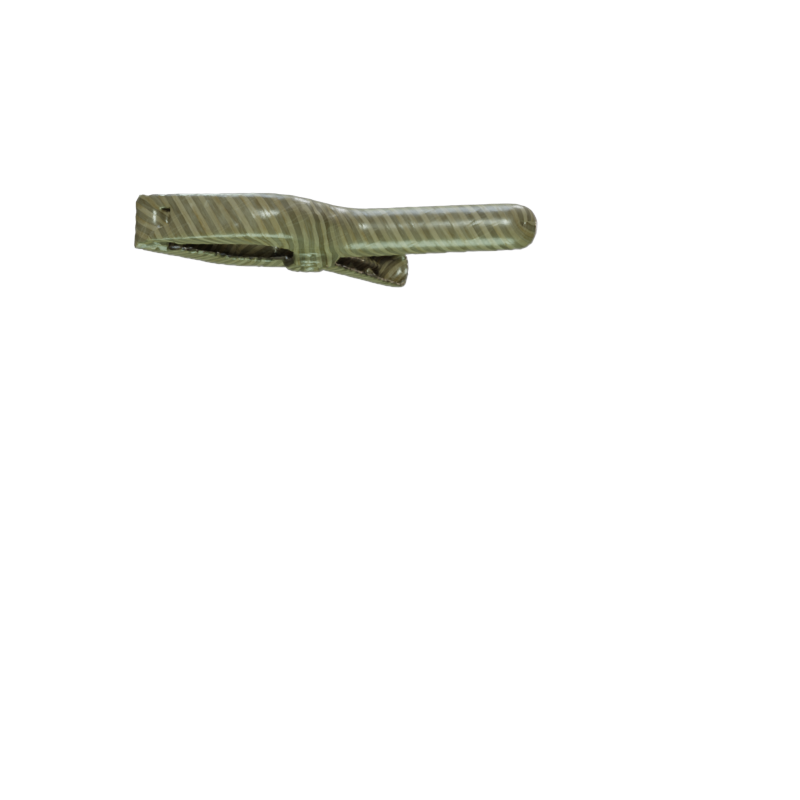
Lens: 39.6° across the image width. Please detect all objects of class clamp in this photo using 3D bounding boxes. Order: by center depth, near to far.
[{"bbox_3d":[-0.050,-0.092,0.642,0.205,0.037,0.165,1,-5,-17],"label":"clamp"}]
